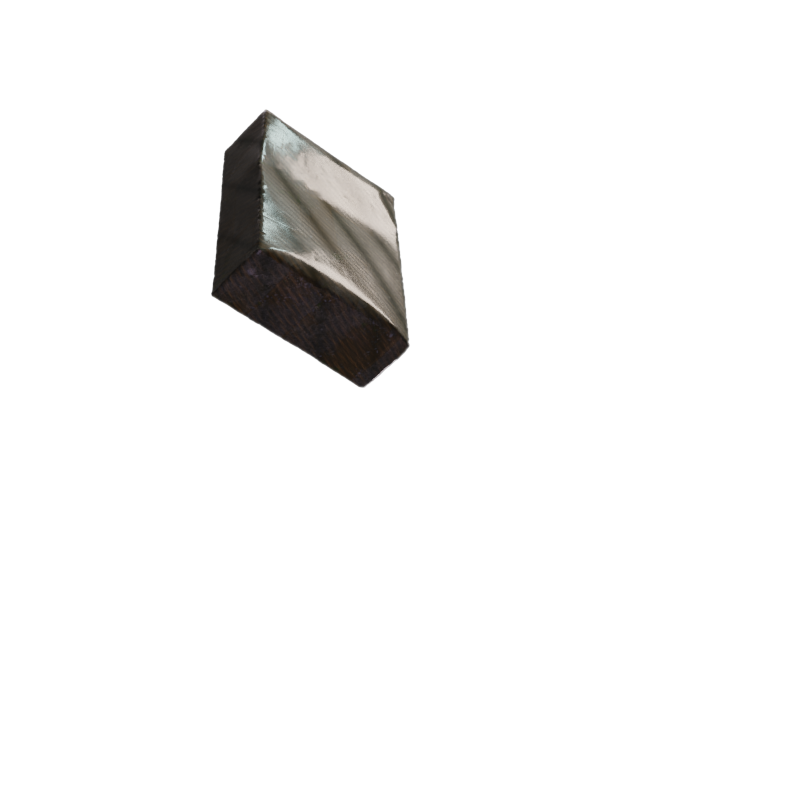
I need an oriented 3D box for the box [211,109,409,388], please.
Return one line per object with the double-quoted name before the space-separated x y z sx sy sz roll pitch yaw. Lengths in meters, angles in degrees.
"box" -0.076 -0.138 0.969 0.155 0.229 0.071 31 -56 -27
